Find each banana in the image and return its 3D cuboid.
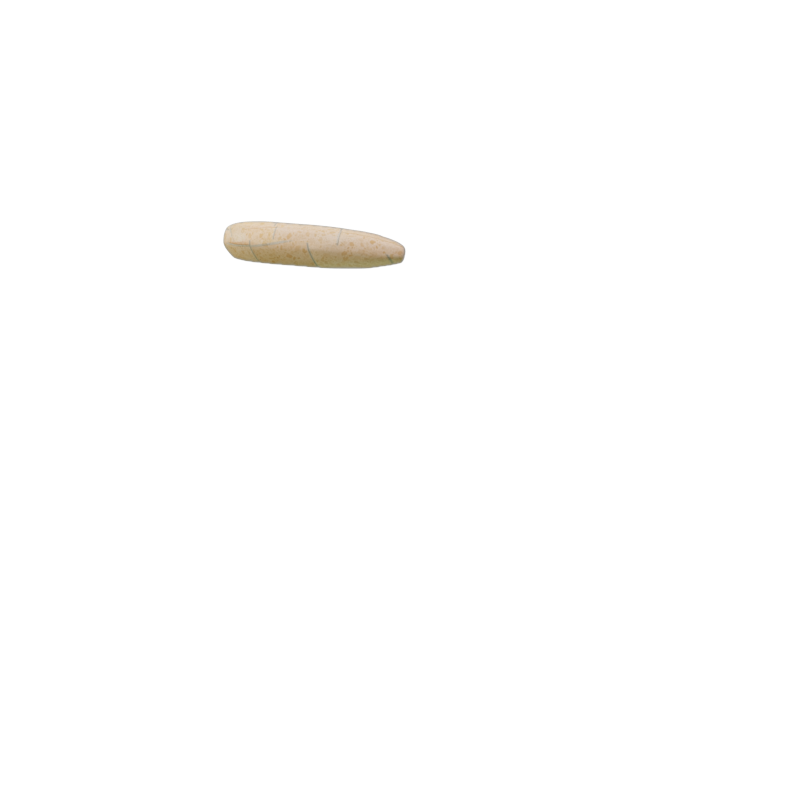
[{"bbox_3d":[-0.091,-0.138,0.972,0.207,0.036,0.068,11,16,39],"label":"banana"}]
